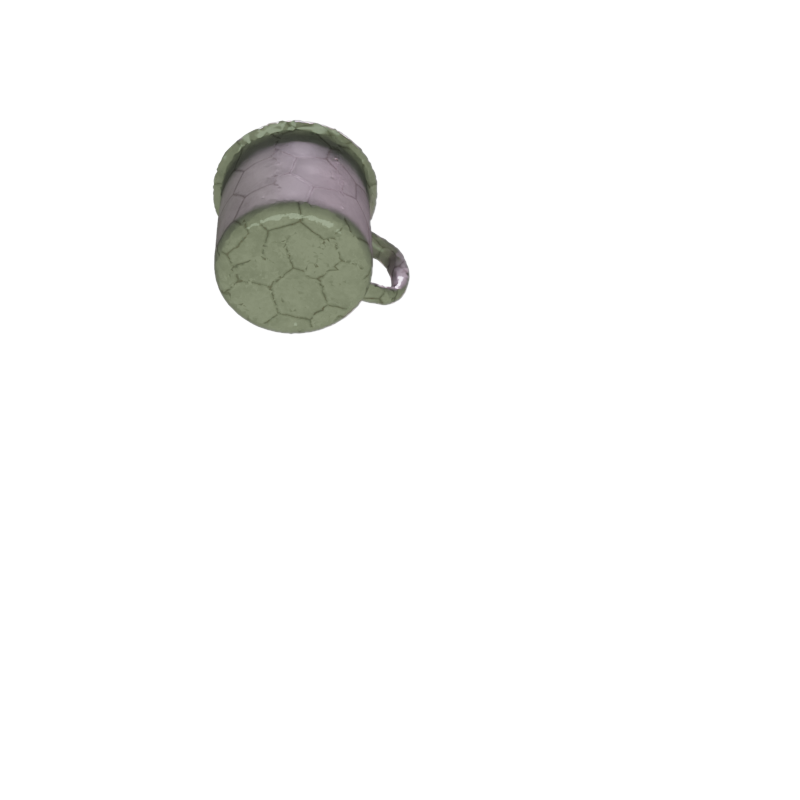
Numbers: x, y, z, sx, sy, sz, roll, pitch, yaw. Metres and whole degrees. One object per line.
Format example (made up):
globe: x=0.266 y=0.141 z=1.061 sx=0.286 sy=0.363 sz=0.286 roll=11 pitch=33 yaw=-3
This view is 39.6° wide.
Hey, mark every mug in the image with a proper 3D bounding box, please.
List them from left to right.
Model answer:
mug: x=-0.047 y=-0.085 z=0.596 sx=0.112 sy=0.091 sz=0.087 roll=27 pitch=32 yaw=-20
